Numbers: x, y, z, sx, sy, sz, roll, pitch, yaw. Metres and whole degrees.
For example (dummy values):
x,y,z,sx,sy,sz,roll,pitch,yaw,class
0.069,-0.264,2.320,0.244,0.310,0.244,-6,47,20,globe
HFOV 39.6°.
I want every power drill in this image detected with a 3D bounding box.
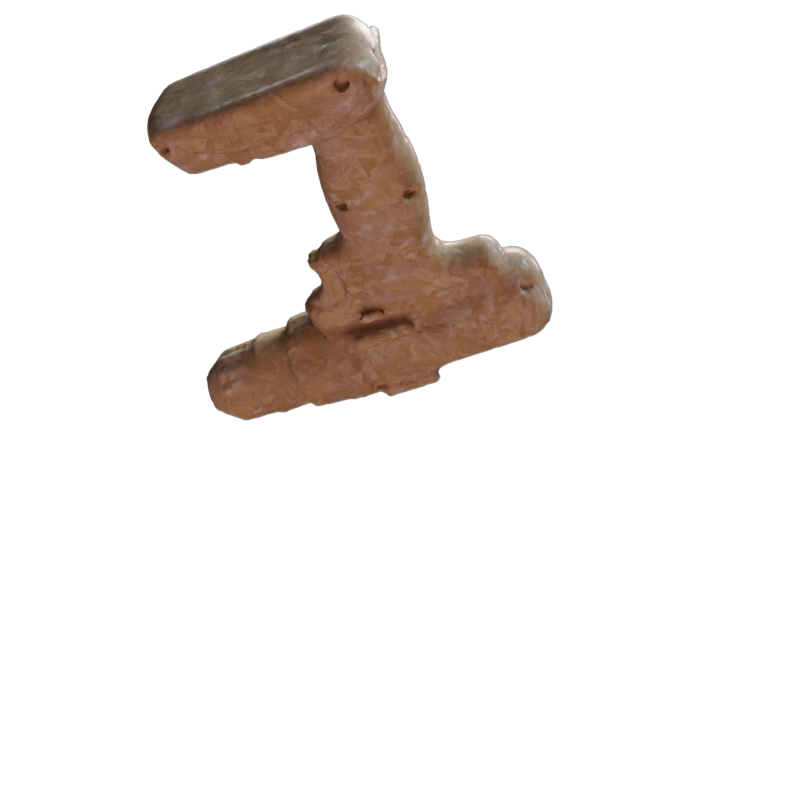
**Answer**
x,y,z,sx,sy,sz,roll,pitch,yaw,class
-0.041,-0.075,0.525,0.185,0.174,0.061,-19,38,15,power drill
